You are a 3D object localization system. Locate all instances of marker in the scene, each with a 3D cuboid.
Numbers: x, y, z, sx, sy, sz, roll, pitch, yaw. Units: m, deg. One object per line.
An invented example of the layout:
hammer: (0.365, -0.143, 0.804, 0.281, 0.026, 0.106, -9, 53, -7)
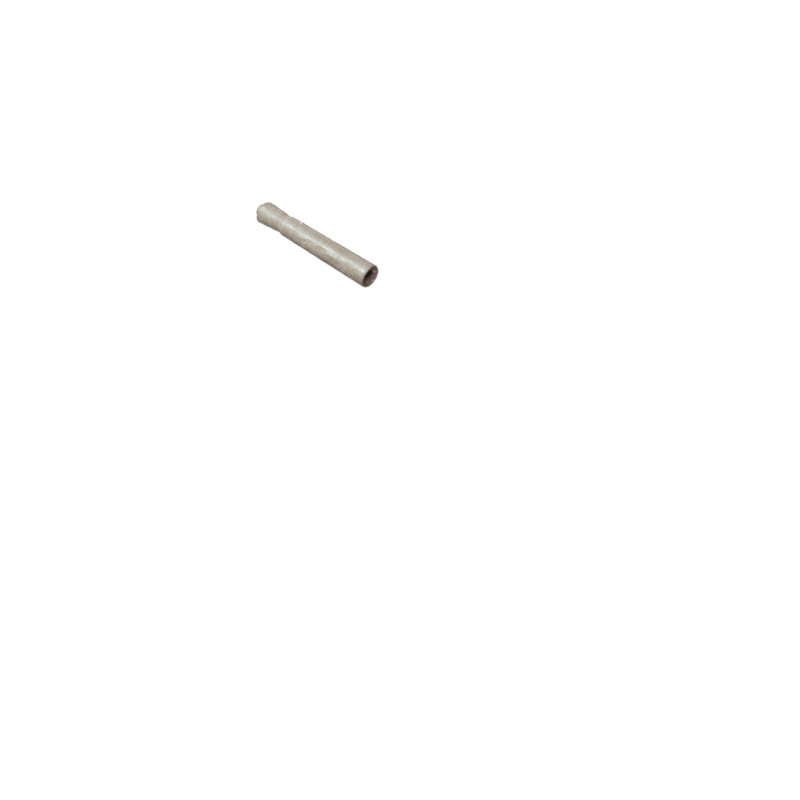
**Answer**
marker: (-0.068, -0.123, 0.863, 0.129, 0.019, 0.019, 34, 22, 31)
